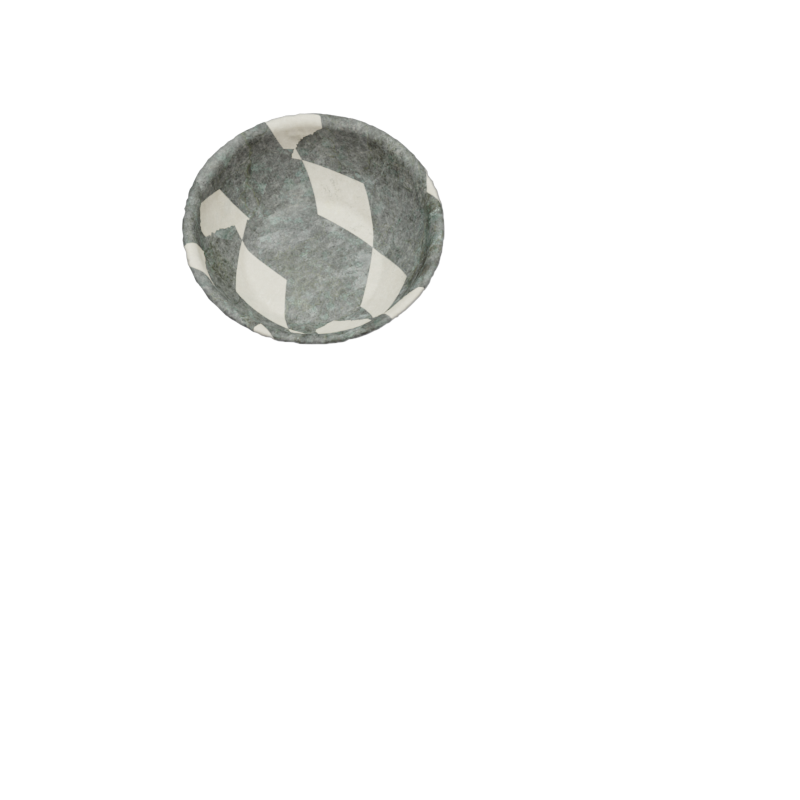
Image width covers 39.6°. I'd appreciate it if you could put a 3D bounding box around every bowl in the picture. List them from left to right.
[{"bbox_3d":[-0.055,-0.100,0.703,0.162,0.172,0.052,-1,-26,-1],"label":"bowl"}]
